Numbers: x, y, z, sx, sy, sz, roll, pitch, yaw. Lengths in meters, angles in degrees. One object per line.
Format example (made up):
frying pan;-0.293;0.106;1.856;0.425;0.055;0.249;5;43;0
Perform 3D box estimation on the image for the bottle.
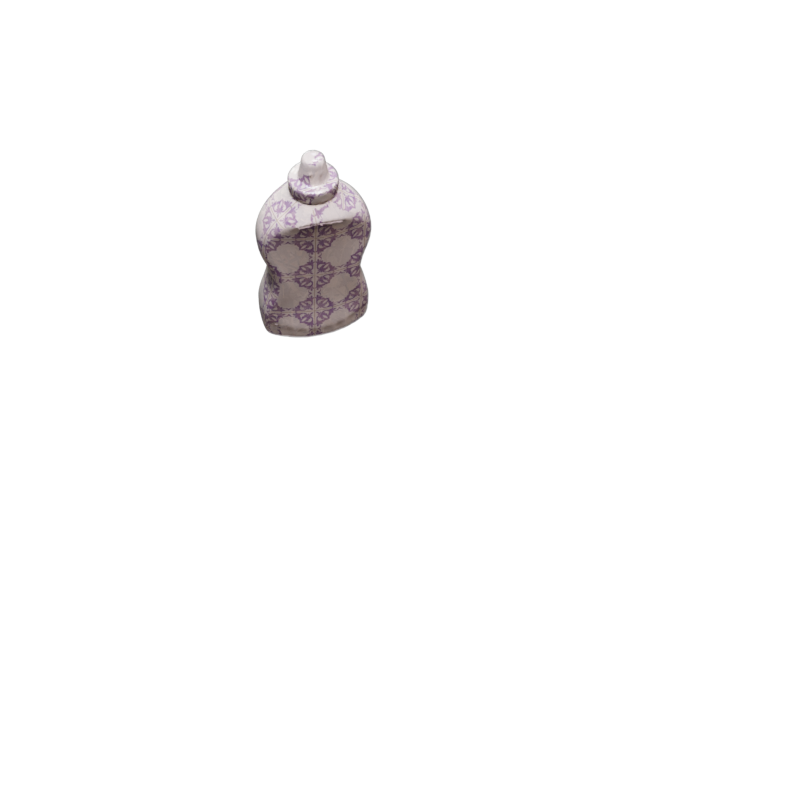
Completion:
bottle;-0.073;-0.133;0.932;0.095;0.063;0.179;-9;-37;-10
